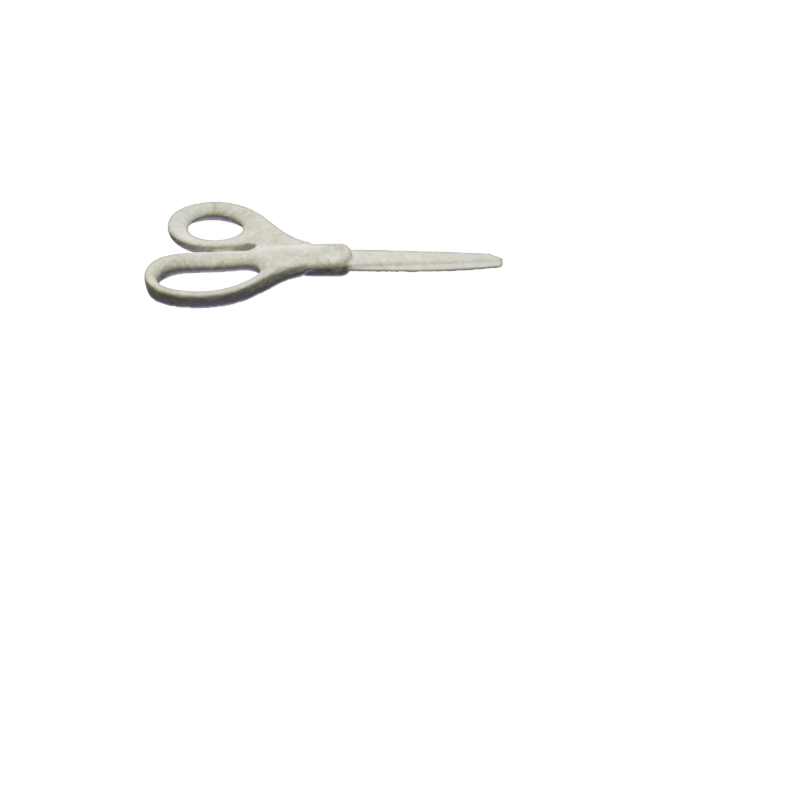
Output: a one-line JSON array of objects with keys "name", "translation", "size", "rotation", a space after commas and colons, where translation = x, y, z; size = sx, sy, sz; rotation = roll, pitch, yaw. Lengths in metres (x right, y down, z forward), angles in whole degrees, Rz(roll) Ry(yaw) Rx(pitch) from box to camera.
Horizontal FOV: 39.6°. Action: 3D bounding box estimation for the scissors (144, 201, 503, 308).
[{"name": "scissors", "translation": [-0.051, -0.093, 0.653], "size": [0.199, 0.015, 0.104], "rotation": [-11, 44, -11]}]
